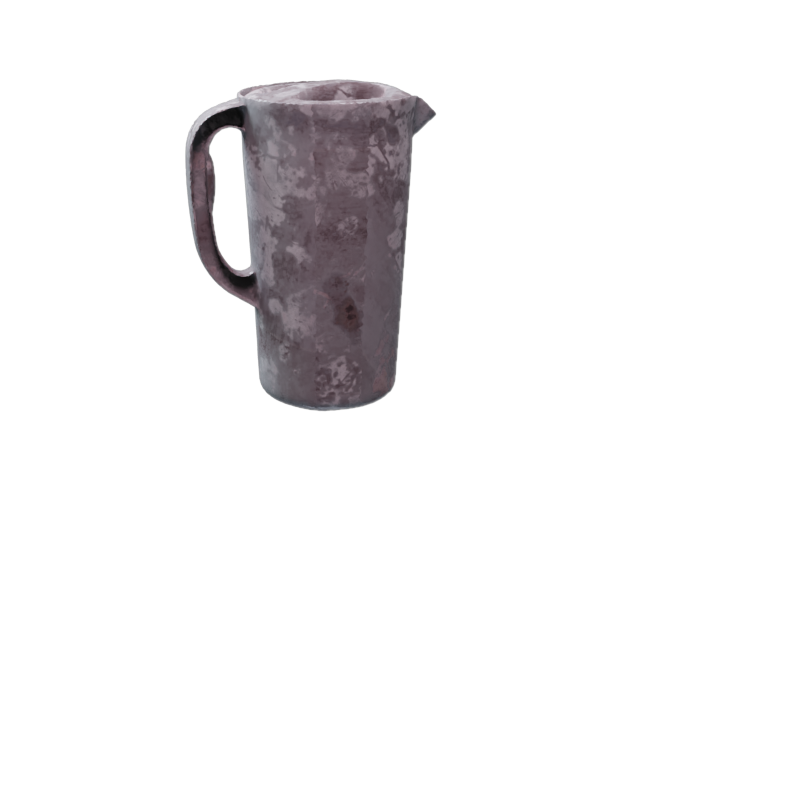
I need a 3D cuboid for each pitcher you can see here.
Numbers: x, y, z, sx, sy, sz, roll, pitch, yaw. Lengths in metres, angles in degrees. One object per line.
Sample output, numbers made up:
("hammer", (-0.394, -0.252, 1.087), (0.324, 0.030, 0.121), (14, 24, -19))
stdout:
("pitcher", (-0.066, -0.121, 0.844), (0.155, 0.234, 0.144), (10, 19, 27))
